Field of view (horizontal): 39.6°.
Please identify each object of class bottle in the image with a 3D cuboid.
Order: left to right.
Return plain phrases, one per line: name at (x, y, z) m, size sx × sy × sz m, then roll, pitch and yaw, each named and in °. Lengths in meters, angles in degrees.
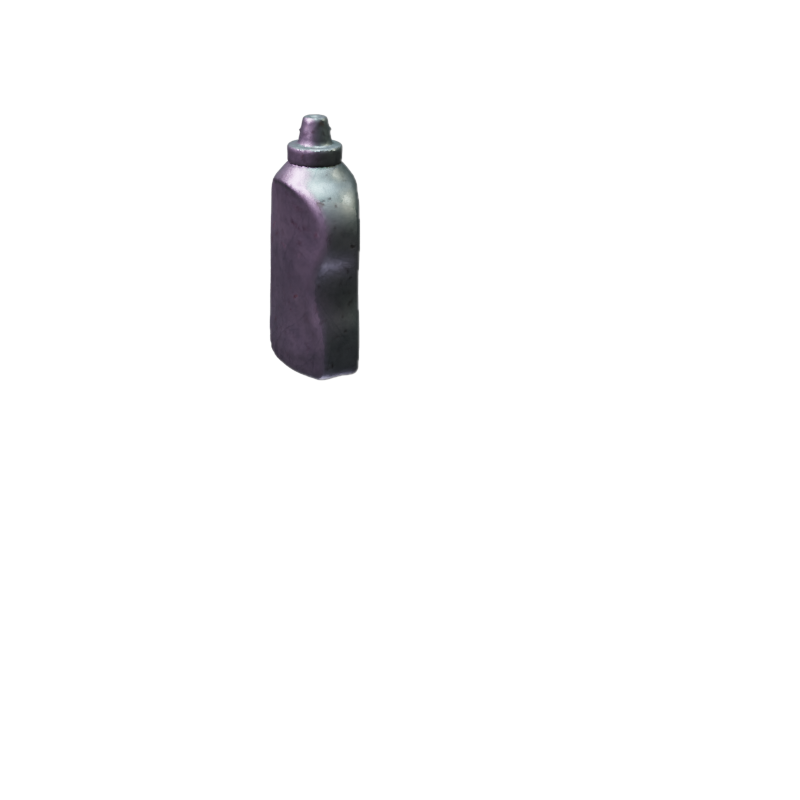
bottle at (-0.065, -0.119, 0.835) m, size 0.057 × 0.183 × 0.102 m, roll -8°, pitch 23°, yaw -25°
